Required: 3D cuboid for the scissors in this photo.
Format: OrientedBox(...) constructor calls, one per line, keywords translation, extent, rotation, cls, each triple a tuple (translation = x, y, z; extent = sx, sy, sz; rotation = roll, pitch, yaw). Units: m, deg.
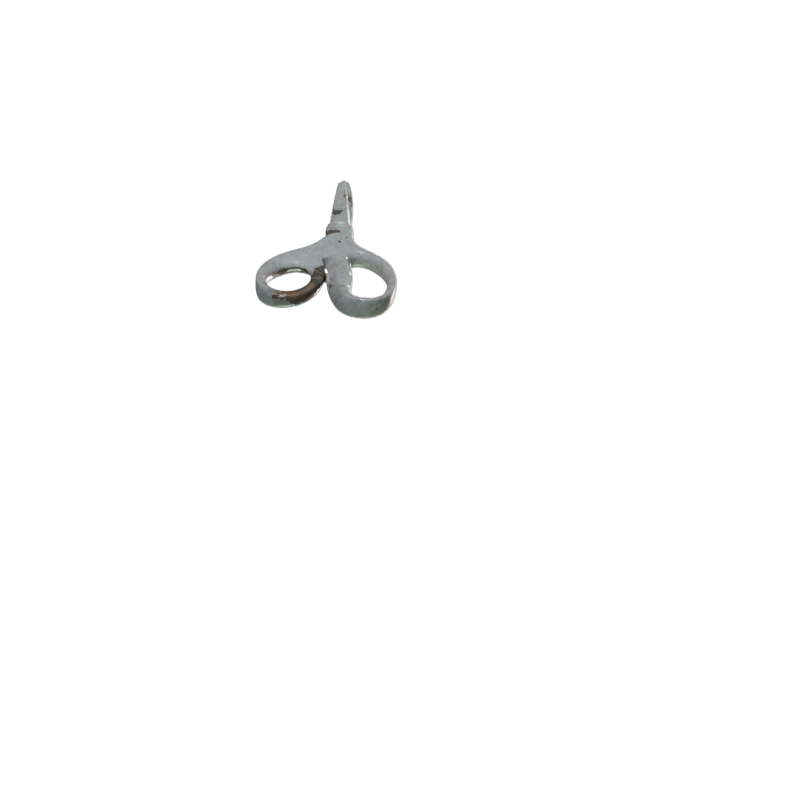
OrientedBox(translation=(-0.058, -0.106, 0.743), extent=(0.095, 0.015, 0.216), rotation=(-7, 32, -12), cls="scissors")
